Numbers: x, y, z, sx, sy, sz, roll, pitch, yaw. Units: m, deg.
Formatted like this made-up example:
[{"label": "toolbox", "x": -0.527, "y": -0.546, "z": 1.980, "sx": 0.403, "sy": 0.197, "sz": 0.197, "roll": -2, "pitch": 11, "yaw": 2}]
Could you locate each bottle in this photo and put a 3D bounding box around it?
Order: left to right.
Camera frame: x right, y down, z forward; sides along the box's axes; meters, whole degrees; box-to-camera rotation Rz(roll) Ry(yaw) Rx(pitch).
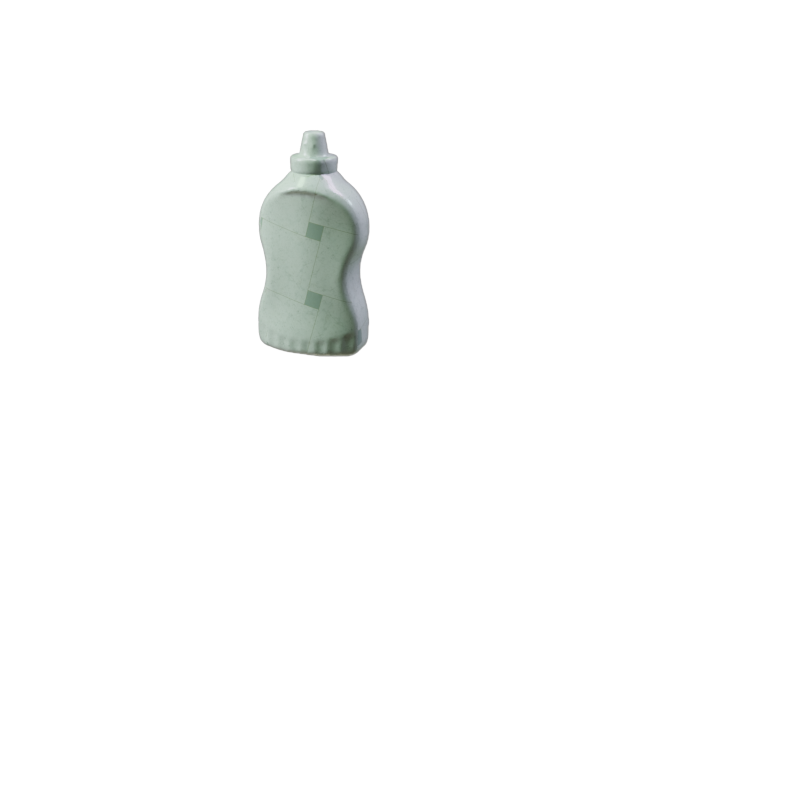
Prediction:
[{"label": "bottle", "x": -0.075, "y": -0.137, "z": 0.960, "sx": 0.099, "sy": 0.185, "sz": 0.059, "roll": 8, "pitch": 17, "yaw": 21}]
